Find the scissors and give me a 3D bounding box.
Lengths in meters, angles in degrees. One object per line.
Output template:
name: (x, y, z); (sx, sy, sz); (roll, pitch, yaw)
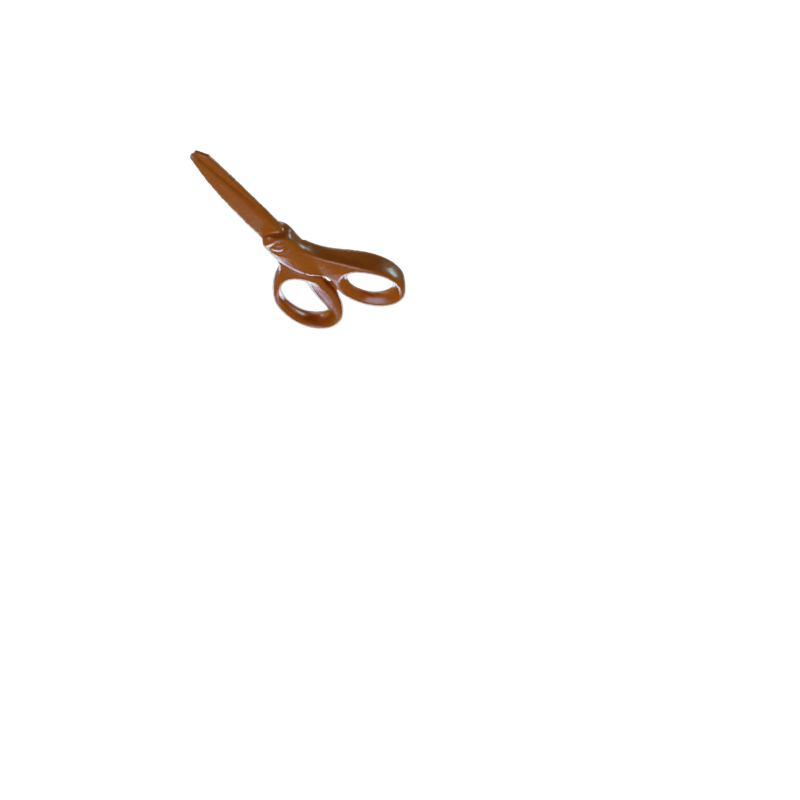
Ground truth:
scissors: (-0.053, -0.096, 0.673); (0.097, 0.017, 0.188); (-4, -26, 8)
